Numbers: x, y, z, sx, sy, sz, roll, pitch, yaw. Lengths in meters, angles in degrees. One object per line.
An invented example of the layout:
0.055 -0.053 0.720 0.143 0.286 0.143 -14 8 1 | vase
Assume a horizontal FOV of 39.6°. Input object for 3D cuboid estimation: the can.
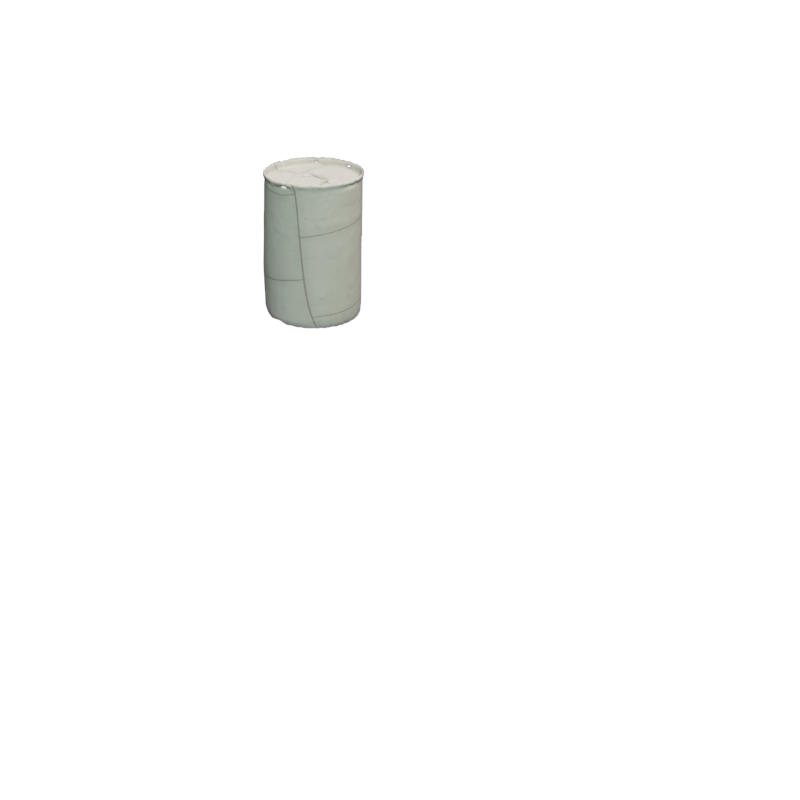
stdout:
-0.060 -0.109 0.760 0.068 0.097 0.072 0 23 -2 | can
